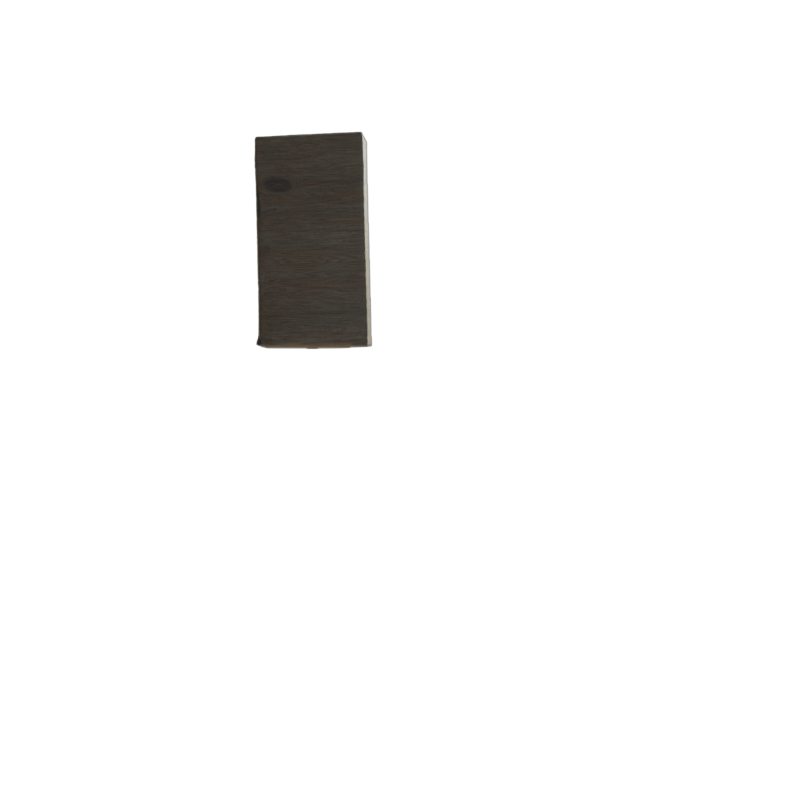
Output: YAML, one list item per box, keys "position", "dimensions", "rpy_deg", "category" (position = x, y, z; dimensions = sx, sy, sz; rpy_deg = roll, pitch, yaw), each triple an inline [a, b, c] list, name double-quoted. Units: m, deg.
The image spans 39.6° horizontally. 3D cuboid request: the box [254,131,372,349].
- position: [-0.072, -0.132, 0.921]
  dimensions: [0.094, 0.180, 0.047]
  rpy_deg: [-1, -7, 8]
  category: "box"
